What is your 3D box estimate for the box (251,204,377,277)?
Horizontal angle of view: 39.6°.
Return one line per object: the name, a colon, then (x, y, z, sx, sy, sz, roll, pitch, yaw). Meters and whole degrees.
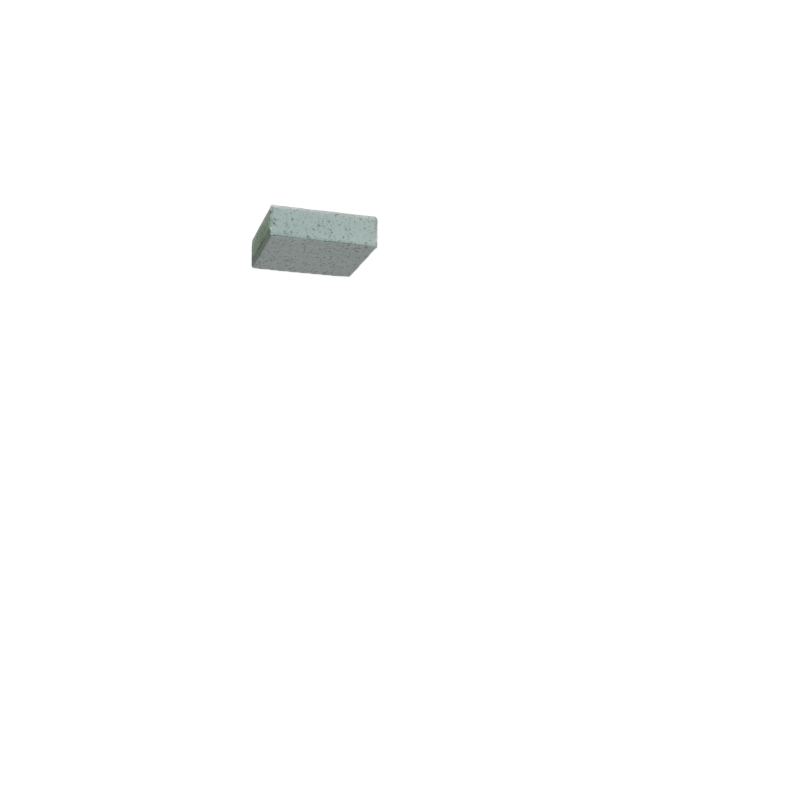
box: (-0.070, -0.128, 0.899, 0.087, 0.031, 0.072, 4, -16, -16)
